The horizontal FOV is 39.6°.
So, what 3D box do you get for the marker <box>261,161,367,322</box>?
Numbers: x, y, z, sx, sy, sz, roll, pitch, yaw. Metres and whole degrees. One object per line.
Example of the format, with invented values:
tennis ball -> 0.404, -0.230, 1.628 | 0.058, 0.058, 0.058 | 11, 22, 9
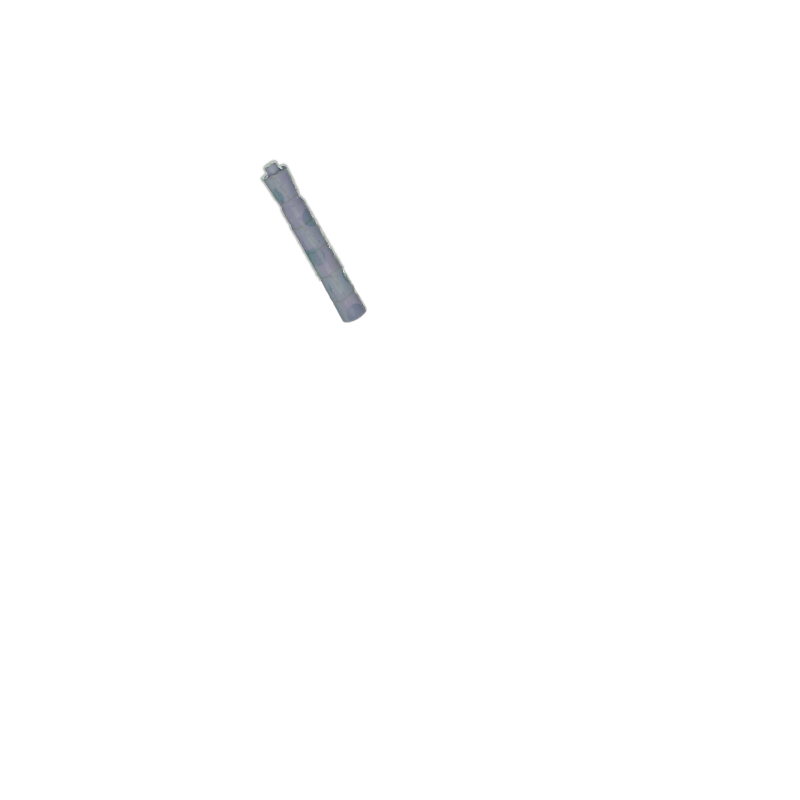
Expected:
marker -> -0.058, -0.107, 0.746 | 0.020, 0.116, 0.021 | -28, 16, 8
